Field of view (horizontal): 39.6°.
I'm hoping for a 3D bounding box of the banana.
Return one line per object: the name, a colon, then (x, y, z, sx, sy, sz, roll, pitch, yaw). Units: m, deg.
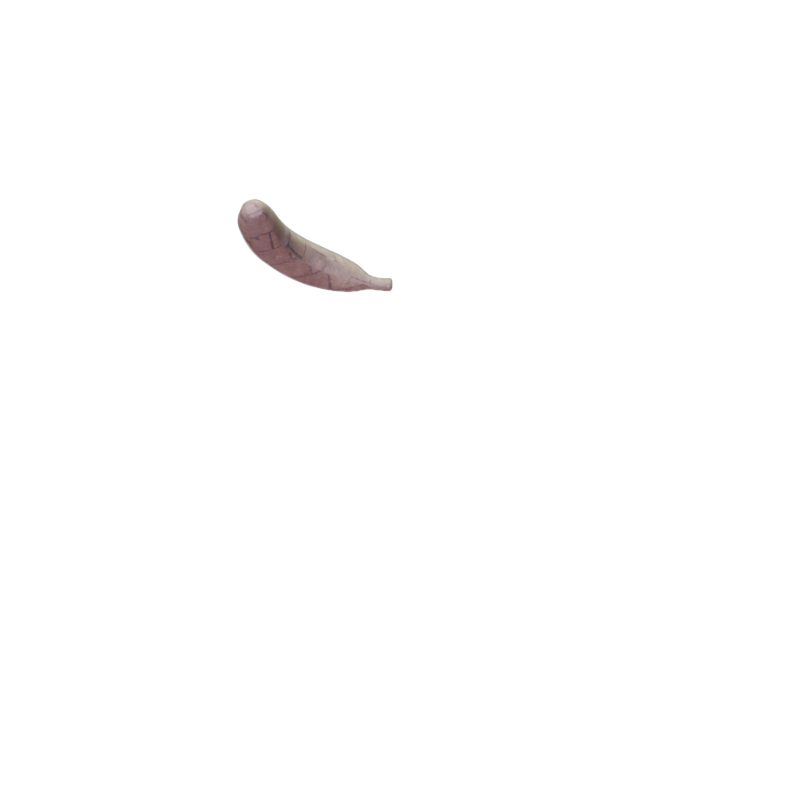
banana: (-0.088, -0.133, 0.974, 0.071, 0.039, 0.185, -14, -22, 35)
